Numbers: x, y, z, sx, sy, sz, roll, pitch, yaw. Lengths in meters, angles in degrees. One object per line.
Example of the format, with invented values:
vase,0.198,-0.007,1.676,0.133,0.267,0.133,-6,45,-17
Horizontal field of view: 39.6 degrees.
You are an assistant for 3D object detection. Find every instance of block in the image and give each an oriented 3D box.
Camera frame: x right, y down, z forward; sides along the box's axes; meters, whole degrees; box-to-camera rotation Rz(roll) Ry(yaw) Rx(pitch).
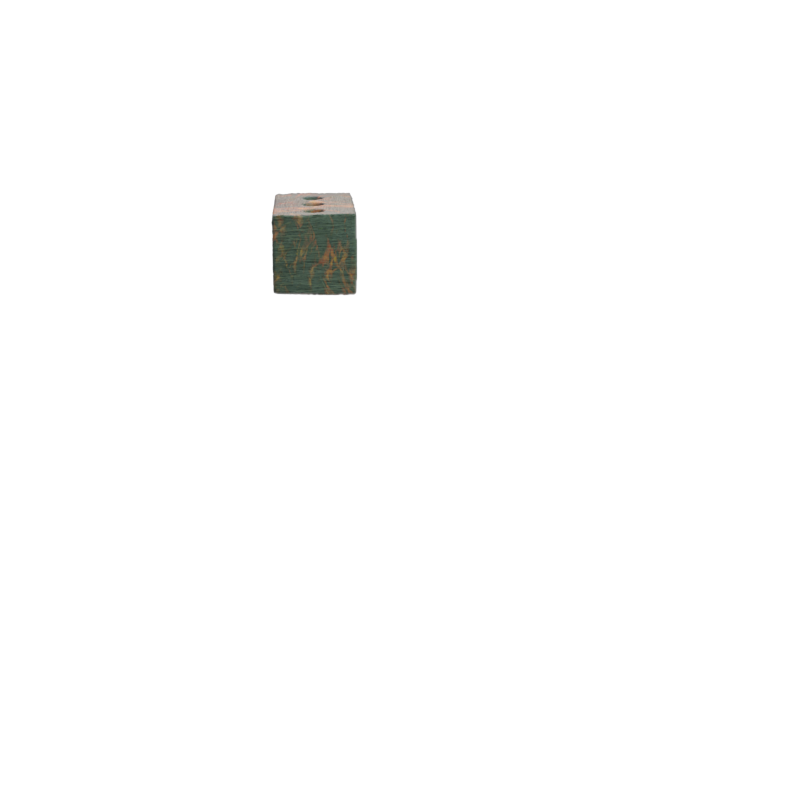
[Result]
block,-0.056,-0.102,0.713,0.052,0.049,0.081,-1,18,-4
